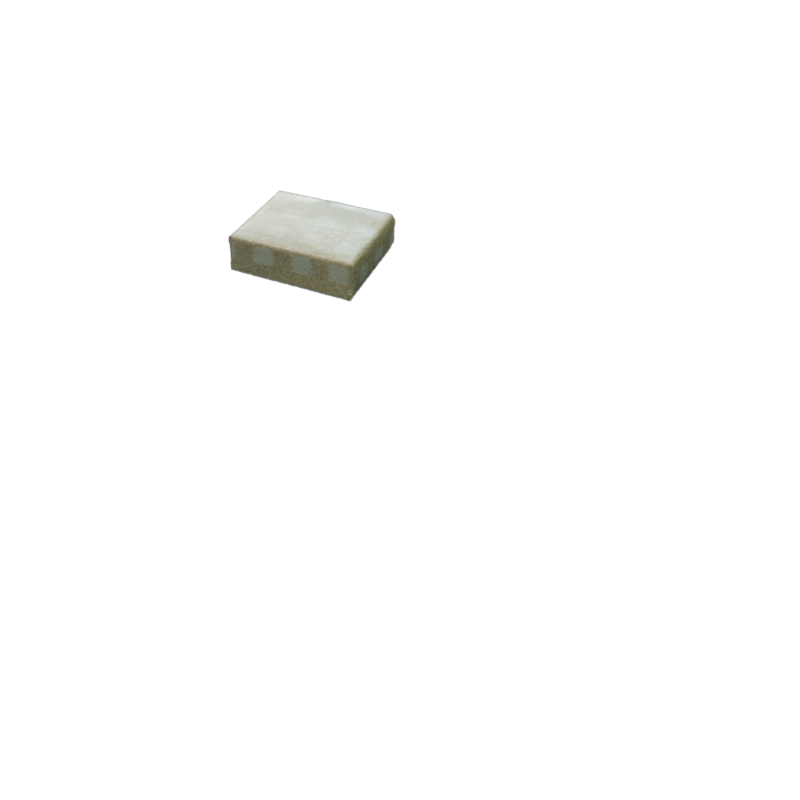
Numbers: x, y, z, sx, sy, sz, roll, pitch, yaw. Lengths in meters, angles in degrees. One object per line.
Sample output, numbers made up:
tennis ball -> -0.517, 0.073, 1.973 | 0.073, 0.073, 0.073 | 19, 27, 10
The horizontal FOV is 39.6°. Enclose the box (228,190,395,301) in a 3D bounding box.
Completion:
box -> -0.057, -0.105, 0.732 | 0.092, 0.028, 0.075 | 14, 37, 19
